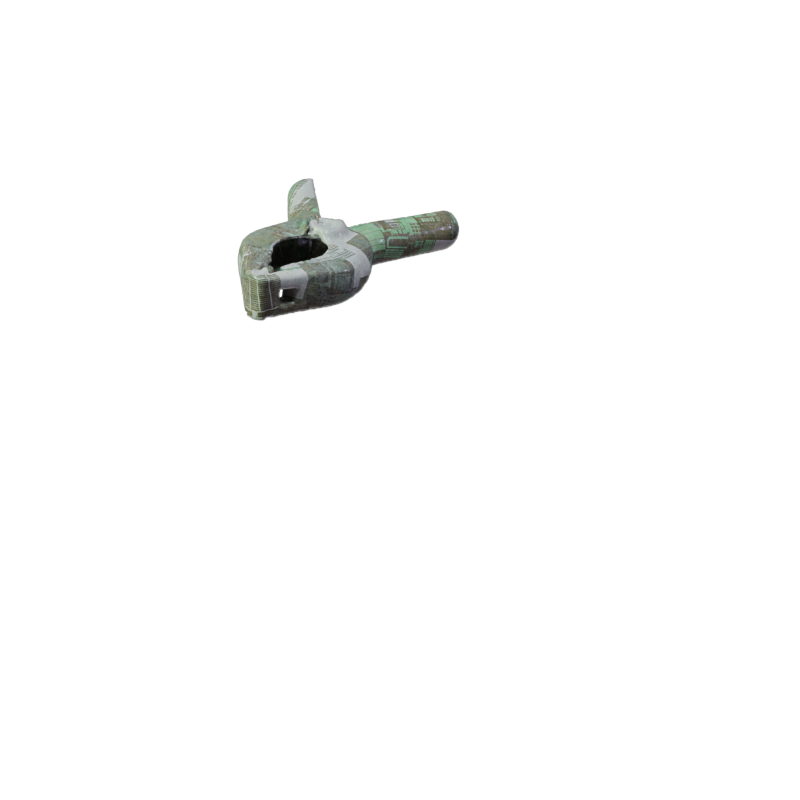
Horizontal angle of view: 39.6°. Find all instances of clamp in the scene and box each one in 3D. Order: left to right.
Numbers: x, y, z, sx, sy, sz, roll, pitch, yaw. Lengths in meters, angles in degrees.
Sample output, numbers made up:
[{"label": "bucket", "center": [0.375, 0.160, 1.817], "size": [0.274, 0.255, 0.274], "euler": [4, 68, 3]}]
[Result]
[{"label": "clamp", "center": [-0.054, -0.098, 0.685], "size": [0.126, 0.037, 0.171], "euler": [16, 29, 30]}]
